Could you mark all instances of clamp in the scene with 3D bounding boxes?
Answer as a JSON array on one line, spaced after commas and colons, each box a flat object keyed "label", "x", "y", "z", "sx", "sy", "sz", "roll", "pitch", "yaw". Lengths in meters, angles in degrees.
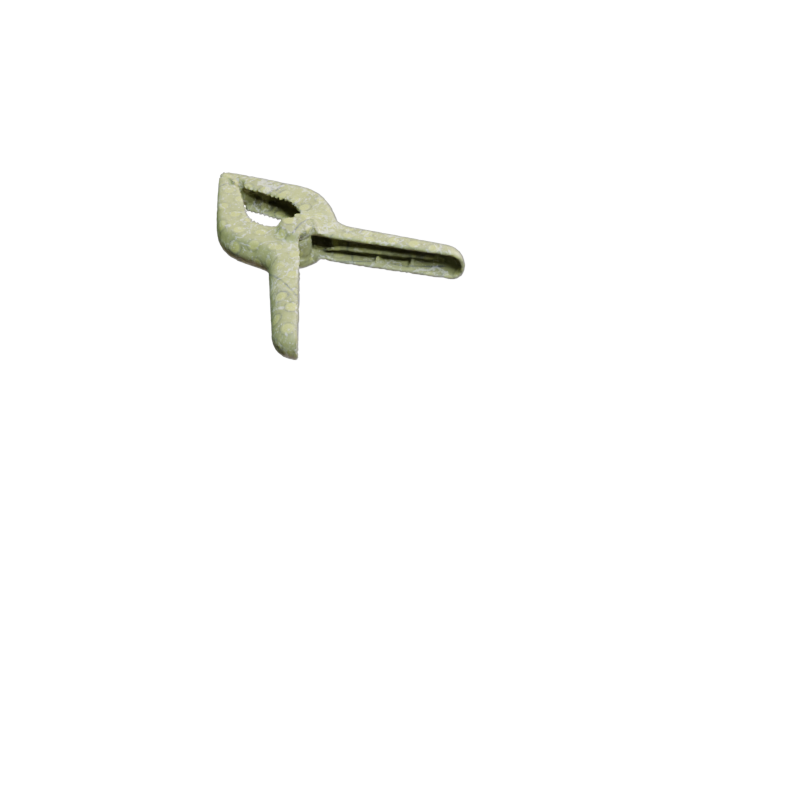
[{"label": "clamp", "x": -0.066, "y": -0.120, "z": 0.842, "sx": 0.163, "sy": 0.034, "sz": 0.227, "roll": -21, "pitch": 44, "yaw": -24}]
